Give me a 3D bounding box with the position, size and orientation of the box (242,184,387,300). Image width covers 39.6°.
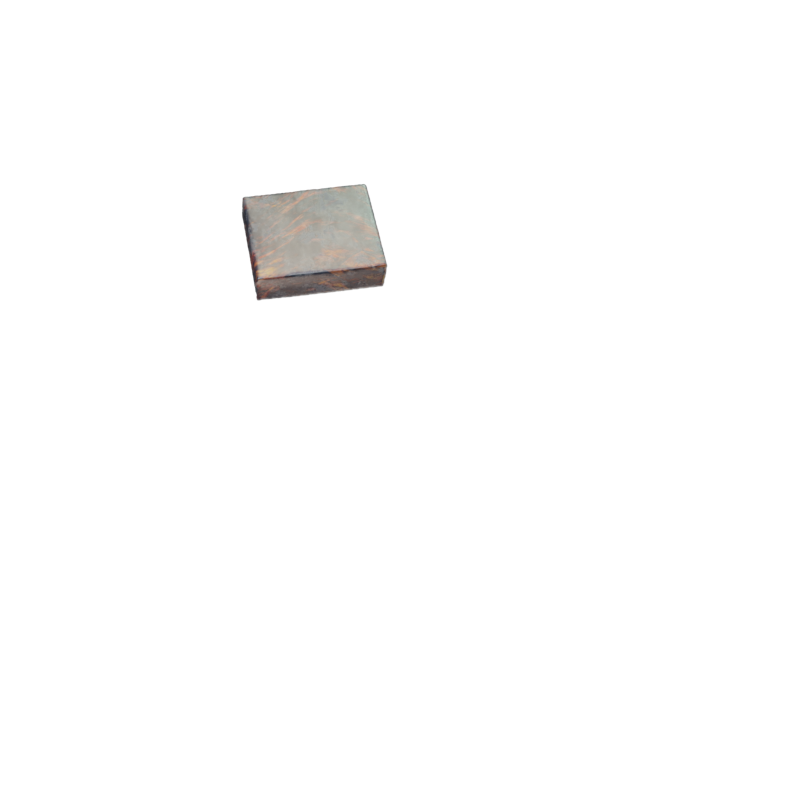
[{"bbox_3d":[-0.075,-0.136,0.952,0.113,0.097,0.036,-9,-34,-7],"label":"box"}]
